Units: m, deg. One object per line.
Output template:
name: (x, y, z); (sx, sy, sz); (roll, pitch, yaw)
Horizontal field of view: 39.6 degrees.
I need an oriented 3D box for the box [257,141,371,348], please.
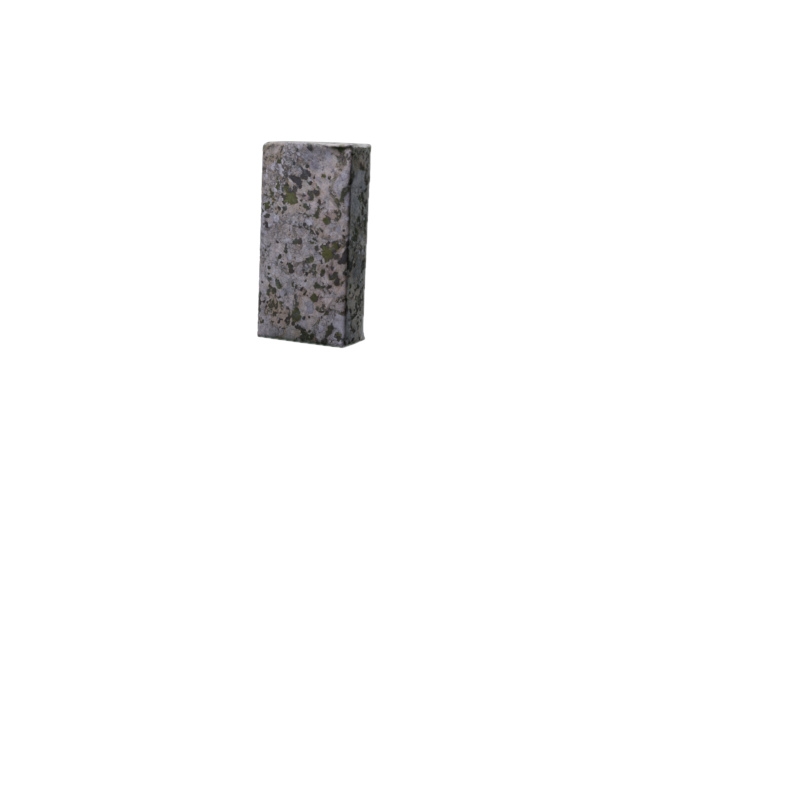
box: (-0.077, -0.140, 0.979); (0.097, 0.173, 0.047); (5, 9, 28)
